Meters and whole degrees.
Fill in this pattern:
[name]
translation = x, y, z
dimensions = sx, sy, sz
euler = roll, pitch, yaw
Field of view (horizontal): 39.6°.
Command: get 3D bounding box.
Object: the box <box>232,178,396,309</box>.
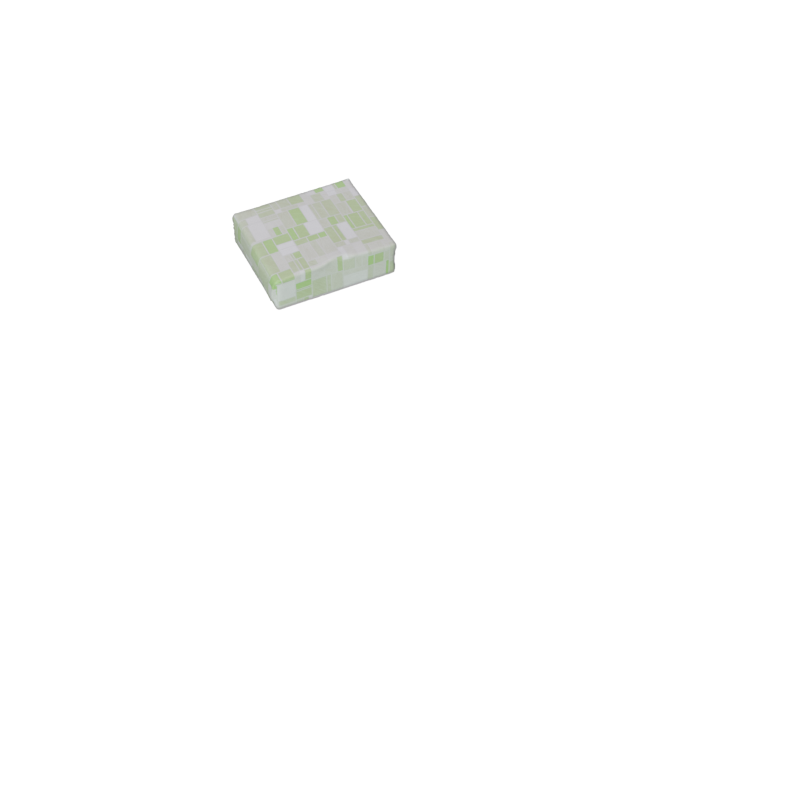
[box]
translation = -0.058, -0.105, 0.739
dimensions = 0.088, 0.028, 0.079
euler = -19, 51, -17
